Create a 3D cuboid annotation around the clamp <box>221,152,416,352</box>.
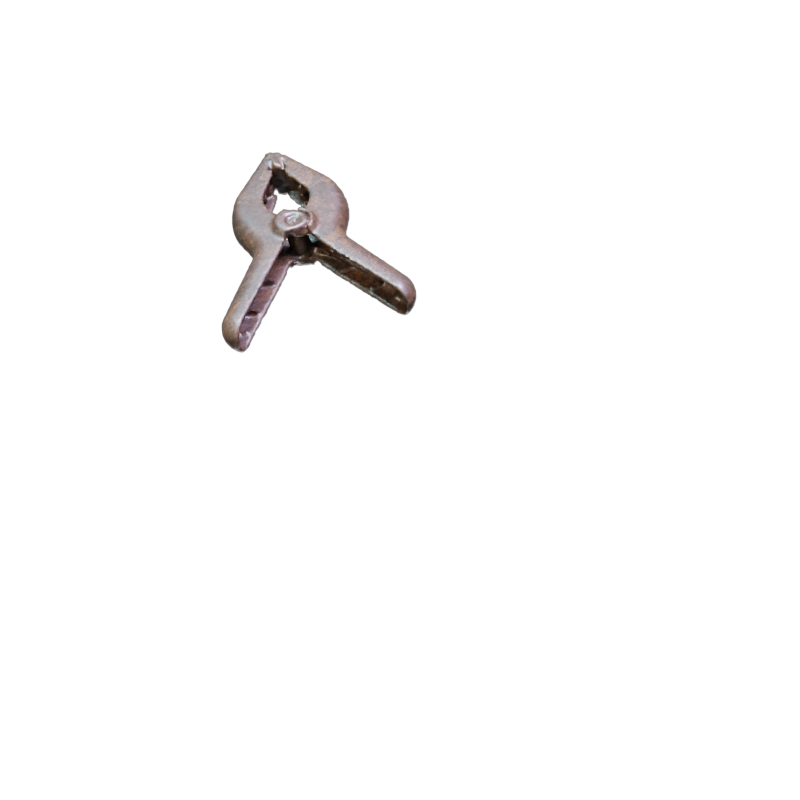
[{"bbox_3d":[-0.057,-0.104,0.728,0.119,0.185,0.036,-4,-42,-4],"label":"clamp"}]
